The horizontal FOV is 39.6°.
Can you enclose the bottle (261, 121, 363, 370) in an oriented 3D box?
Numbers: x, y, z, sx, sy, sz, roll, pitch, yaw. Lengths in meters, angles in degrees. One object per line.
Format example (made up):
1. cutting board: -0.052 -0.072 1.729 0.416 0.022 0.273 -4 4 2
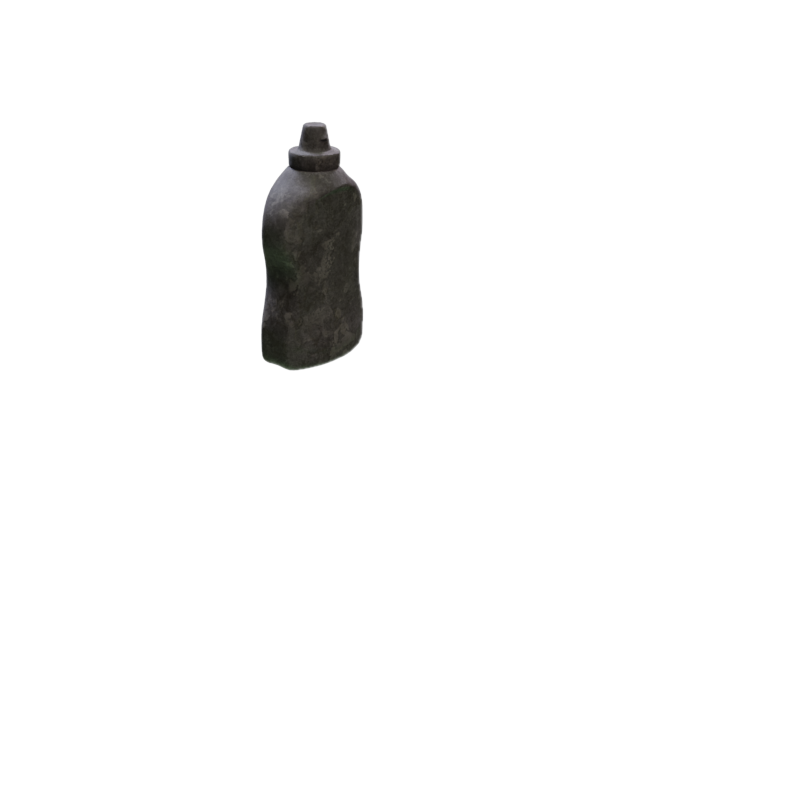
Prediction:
1. bottle: -0.069 -0.127 0.888 0.062 0.184 0.095 16 24 38
